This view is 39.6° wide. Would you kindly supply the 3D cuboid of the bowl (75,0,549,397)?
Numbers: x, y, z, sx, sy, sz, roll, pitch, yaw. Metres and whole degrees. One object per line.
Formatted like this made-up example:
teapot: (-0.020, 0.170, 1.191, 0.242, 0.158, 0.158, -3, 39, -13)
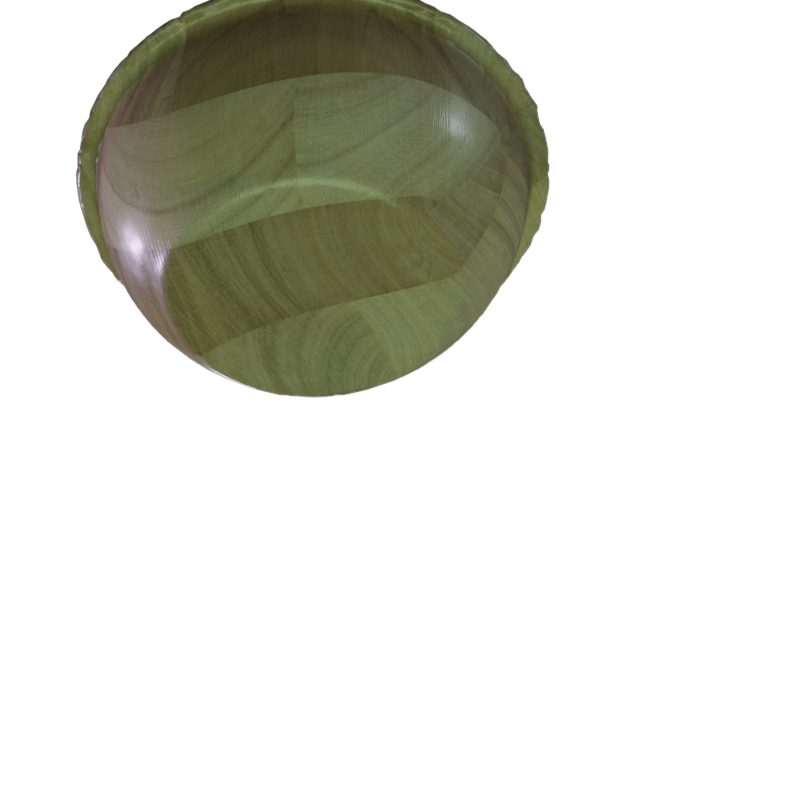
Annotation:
bowl: (-0.028, -0.052, 0.363, 0.162, 0.151, 0.059, 1, 43, -1)
